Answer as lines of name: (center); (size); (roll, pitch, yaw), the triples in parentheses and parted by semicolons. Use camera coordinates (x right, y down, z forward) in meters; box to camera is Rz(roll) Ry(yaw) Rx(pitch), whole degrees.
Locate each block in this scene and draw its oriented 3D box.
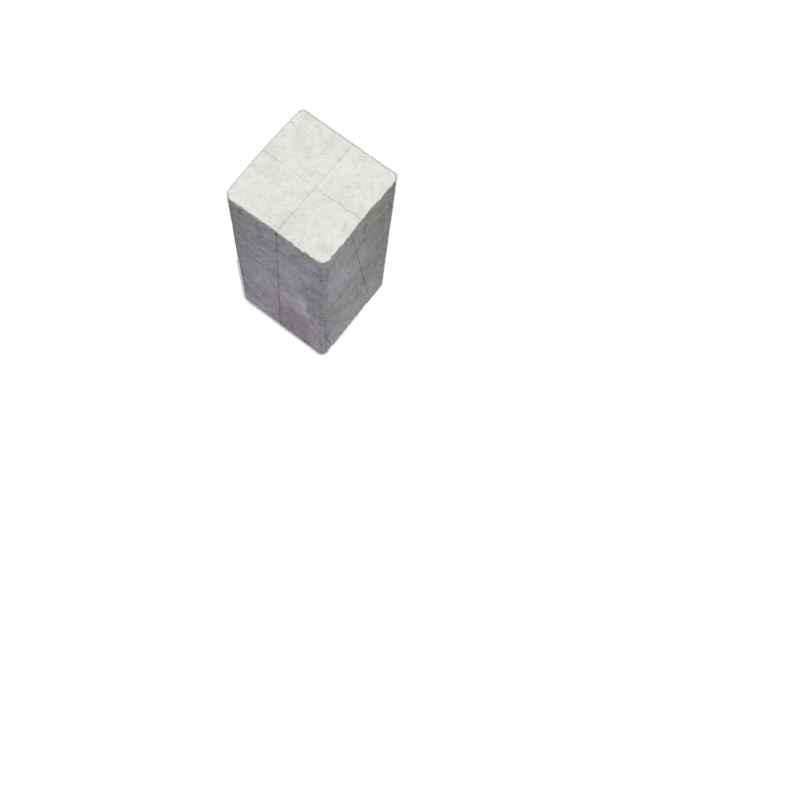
block: (-0.069, -0.124, 0.867); (0.093, 0.092, 0.197); (37, -16, 8)
